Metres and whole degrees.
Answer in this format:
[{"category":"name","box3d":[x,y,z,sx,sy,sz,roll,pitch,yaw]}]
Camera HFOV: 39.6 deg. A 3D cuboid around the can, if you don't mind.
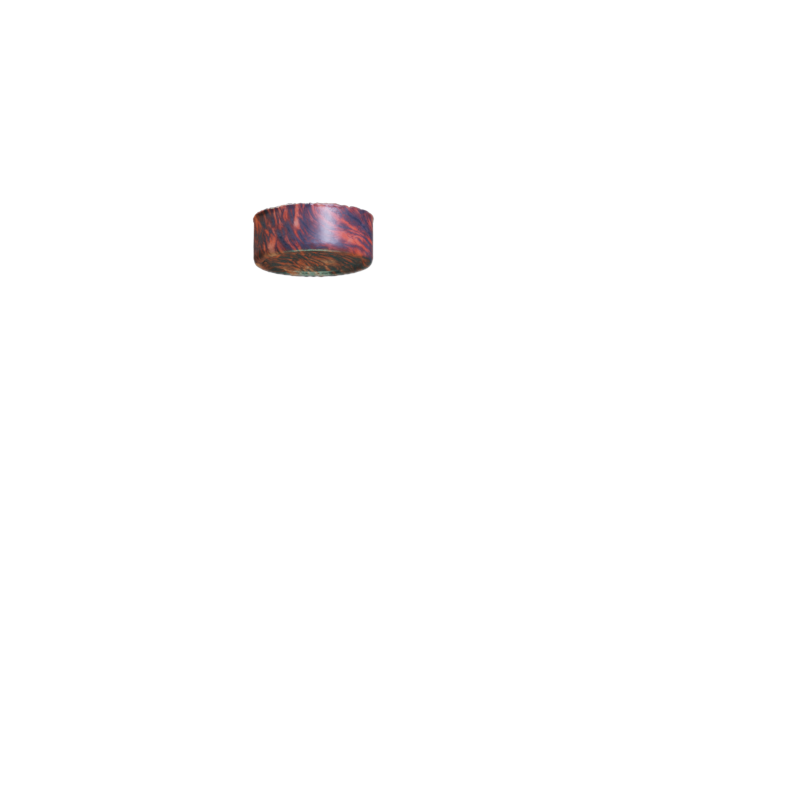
[{"category":"can","box3d":[-0.061,-0.112,0.782,0.086,0.034,0.084,0,-8,-2]}]
